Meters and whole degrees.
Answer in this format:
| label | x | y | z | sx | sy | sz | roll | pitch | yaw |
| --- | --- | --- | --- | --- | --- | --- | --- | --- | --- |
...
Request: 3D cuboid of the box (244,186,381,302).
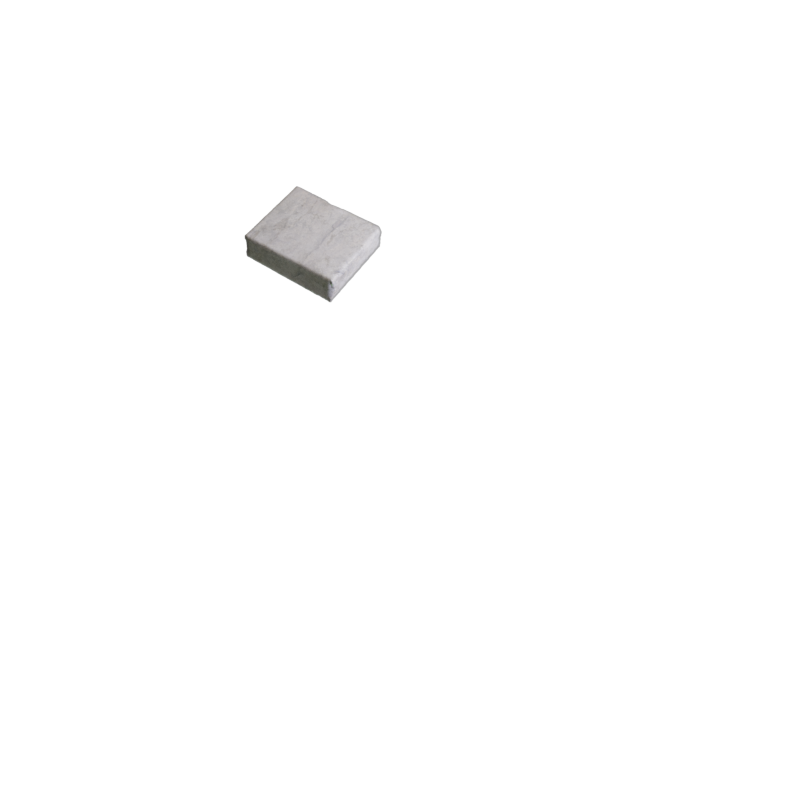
| label | x | y | z | sx | sy | sz | roll | pitch | yaw |
| --- | --- | --- | --- | --- | --- | --- | --- | --- | --- |
| box | -0.072 | -0.131 | 0.919 | 0.094 | 0.028 | 0.075 | 28 | 56 | 21 |
